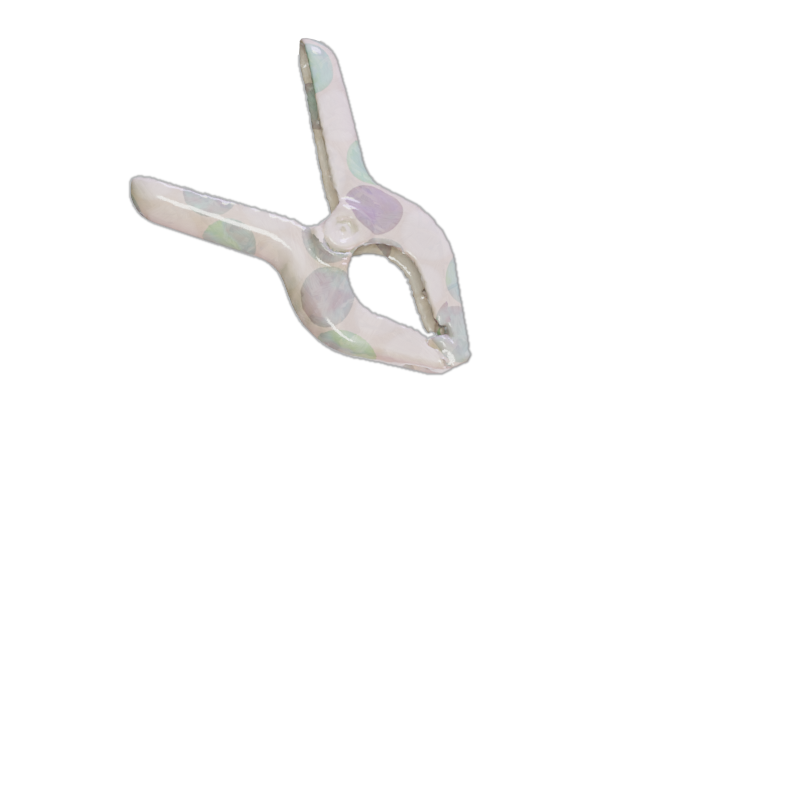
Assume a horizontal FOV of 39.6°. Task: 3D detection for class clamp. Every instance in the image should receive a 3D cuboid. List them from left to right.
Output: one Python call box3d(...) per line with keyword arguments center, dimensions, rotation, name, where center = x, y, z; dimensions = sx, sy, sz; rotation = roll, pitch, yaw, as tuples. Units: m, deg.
box3d(center=(-0.040, -0.074, 0.516), dimensions=(0.120, 0.176, 0.038), rotation=(-34, -9, -6), name="clamp")
